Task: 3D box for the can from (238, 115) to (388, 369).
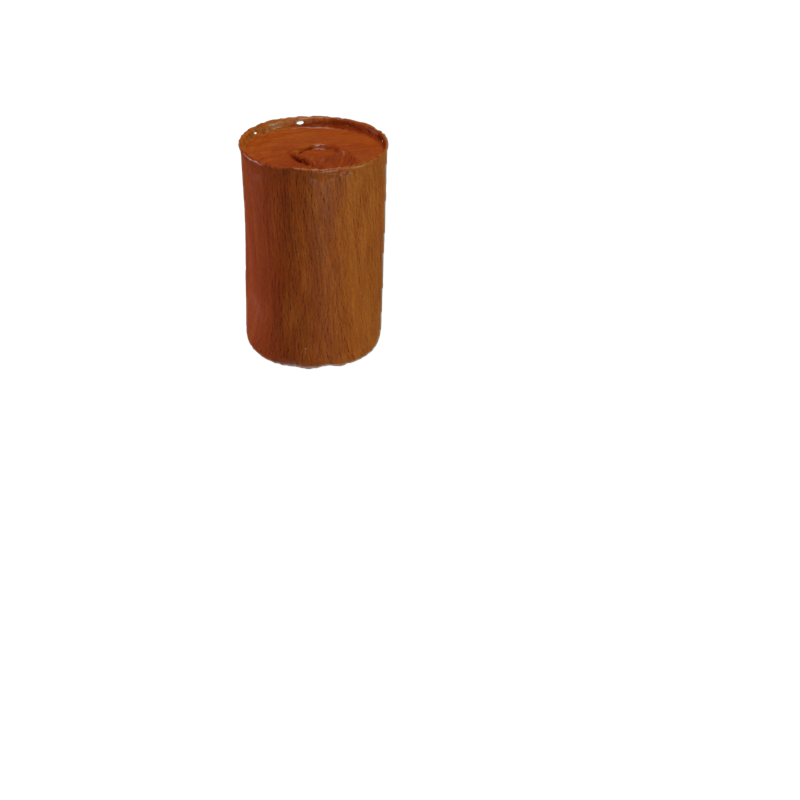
[{"bbox_3d":[-0.041,-0.075,0.522,0.068,0.096,0.073,0,29,-2],"label":"can"}]
